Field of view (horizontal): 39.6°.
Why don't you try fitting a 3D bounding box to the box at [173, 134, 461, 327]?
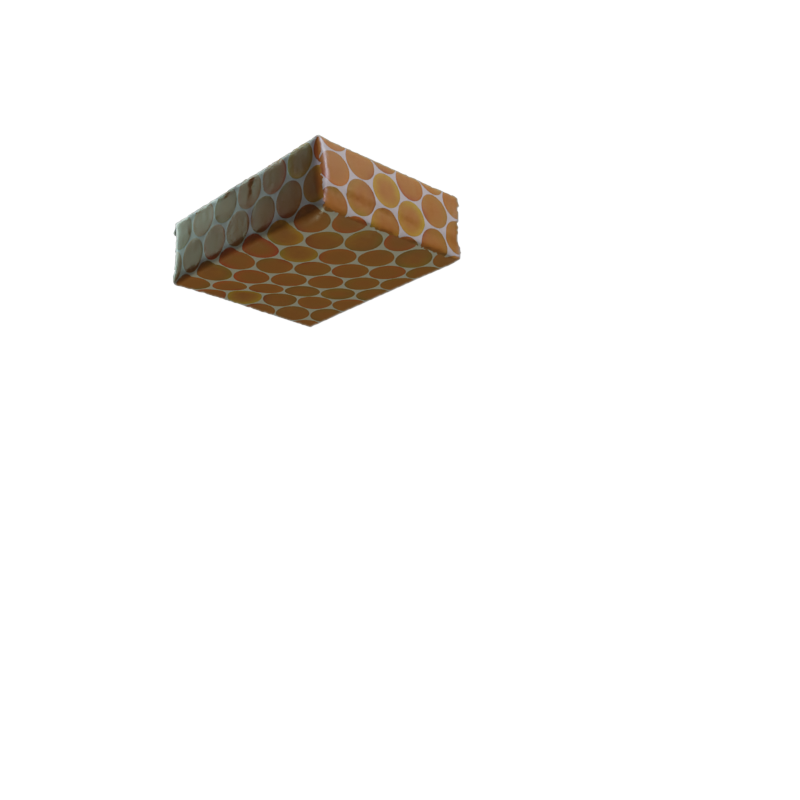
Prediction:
[{"bbox_3d":[-0.042,-0.076,0.532,0.085,0.041,0.115,16,-24,-41],"label":"box"}]
